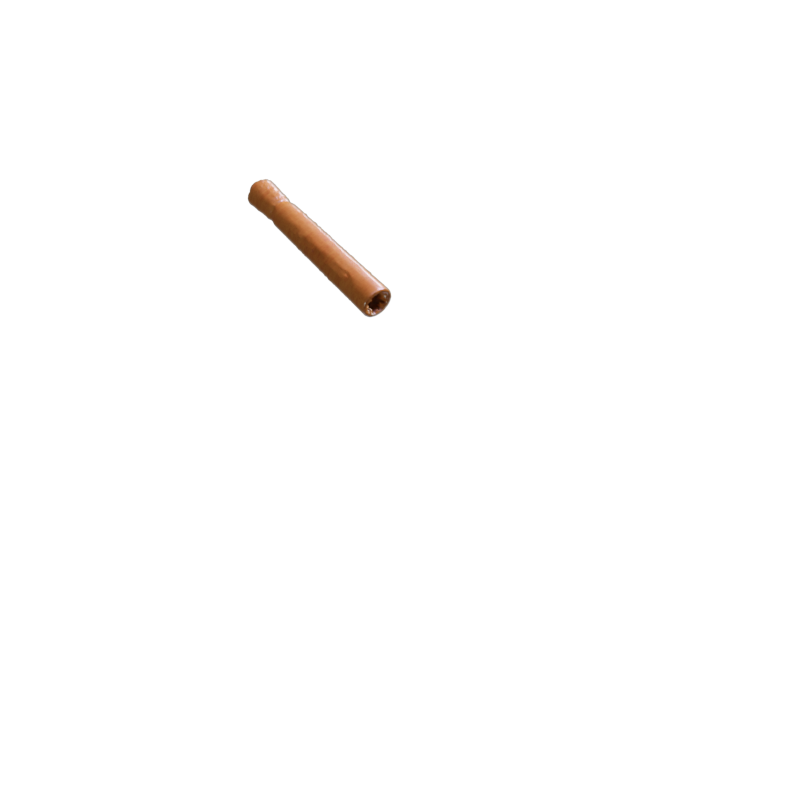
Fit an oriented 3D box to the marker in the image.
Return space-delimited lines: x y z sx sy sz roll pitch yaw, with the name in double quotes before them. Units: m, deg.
"marker" -0.049 -0.089 0.622 0.019 0.019 0.130 -3 37 -43
